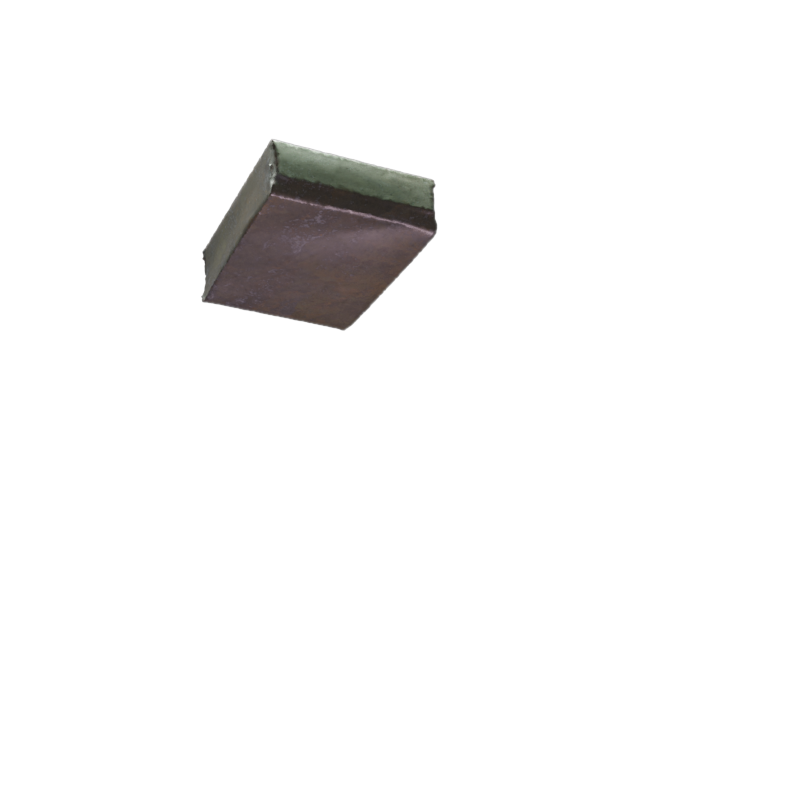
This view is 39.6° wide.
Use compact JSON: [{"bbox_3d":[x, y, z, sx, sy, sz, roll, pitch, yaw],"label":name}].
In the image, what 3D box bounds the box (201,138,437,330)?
[{"bbox_3d":[-0.045,-0.083,0.580,0.087,0.041,0.110,13,-33,-22],"label":"box"}]
